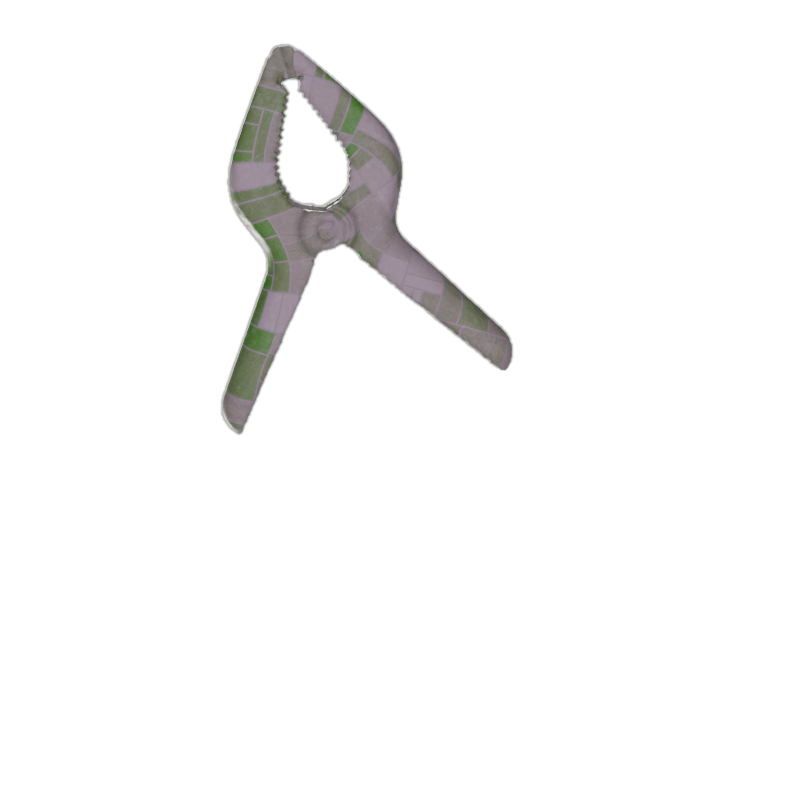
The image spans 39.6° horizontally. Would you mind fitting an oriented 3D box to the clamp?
[{"bbox_3d":[-0.048,-0.087,0.609,0.164,0.206,0.037,-21,7,3],"label":"clamp"}]
